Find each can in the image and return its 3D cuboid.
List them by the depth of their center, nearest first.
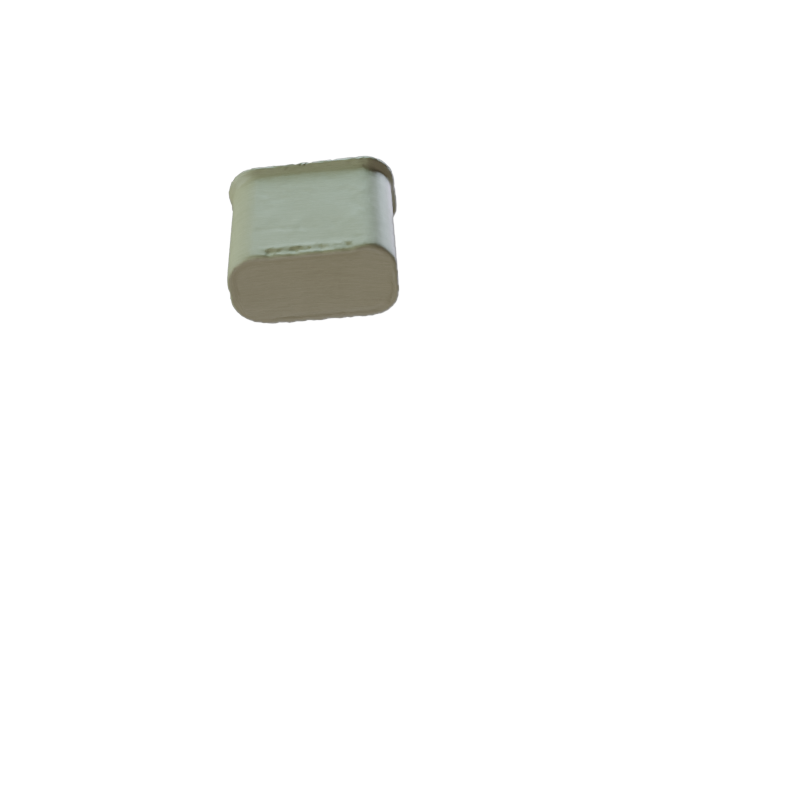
[{"bbox_3d":[-0.051,-0.093,0.654,0.102,0.053,0.090,-6,44,3],"label":"can"}]
